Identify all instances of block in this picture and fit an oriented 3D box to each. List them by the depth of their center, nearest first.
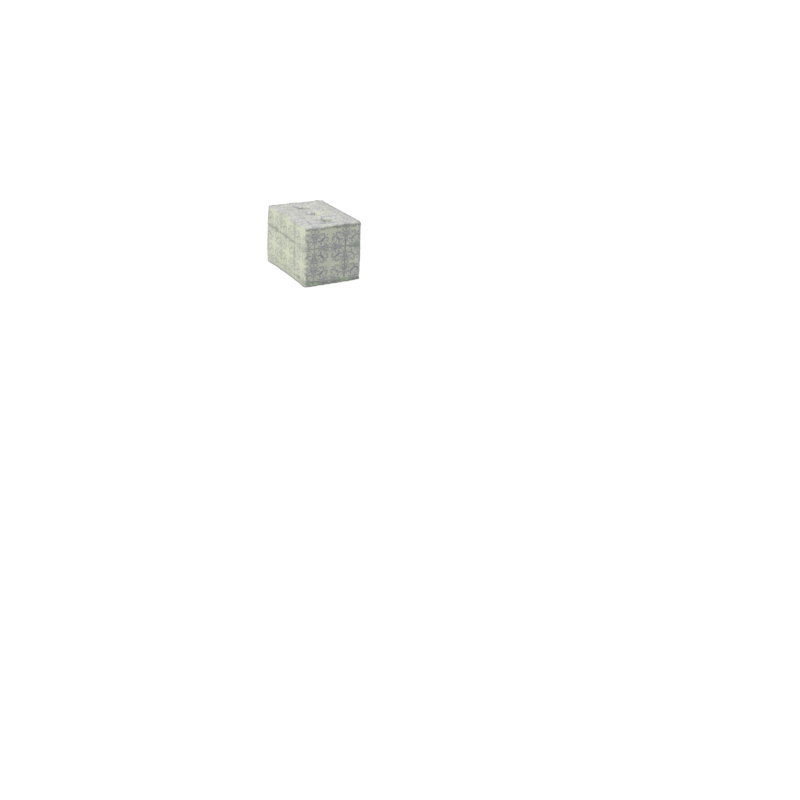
[{"bbox_3d":[-0.073,-0.132,0.928,0.052,0.049,0.083,-10,25,-26],"label":"block"}]
